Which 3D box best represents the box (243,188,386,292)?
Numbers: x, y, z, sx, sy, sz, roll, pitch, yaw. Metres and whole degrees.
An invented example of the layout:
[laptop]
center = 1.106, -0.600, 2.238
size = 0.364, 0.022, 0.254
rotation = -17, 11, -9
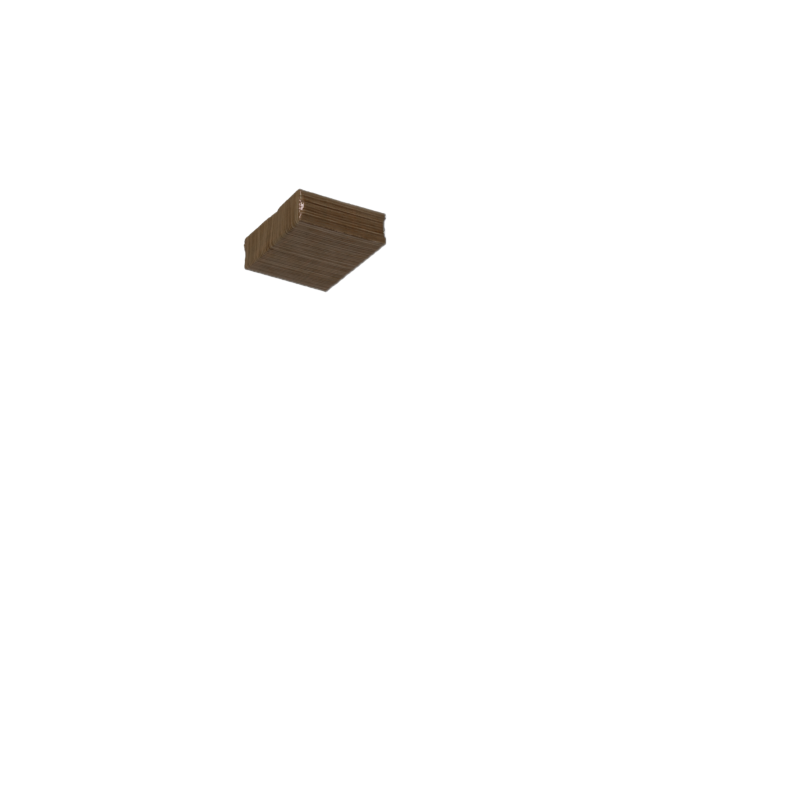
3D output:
[box]
center = -0.064, -0.117, 0.817
size = 0.070, 0.032, 0.088
rotation = 14, -27, -29
